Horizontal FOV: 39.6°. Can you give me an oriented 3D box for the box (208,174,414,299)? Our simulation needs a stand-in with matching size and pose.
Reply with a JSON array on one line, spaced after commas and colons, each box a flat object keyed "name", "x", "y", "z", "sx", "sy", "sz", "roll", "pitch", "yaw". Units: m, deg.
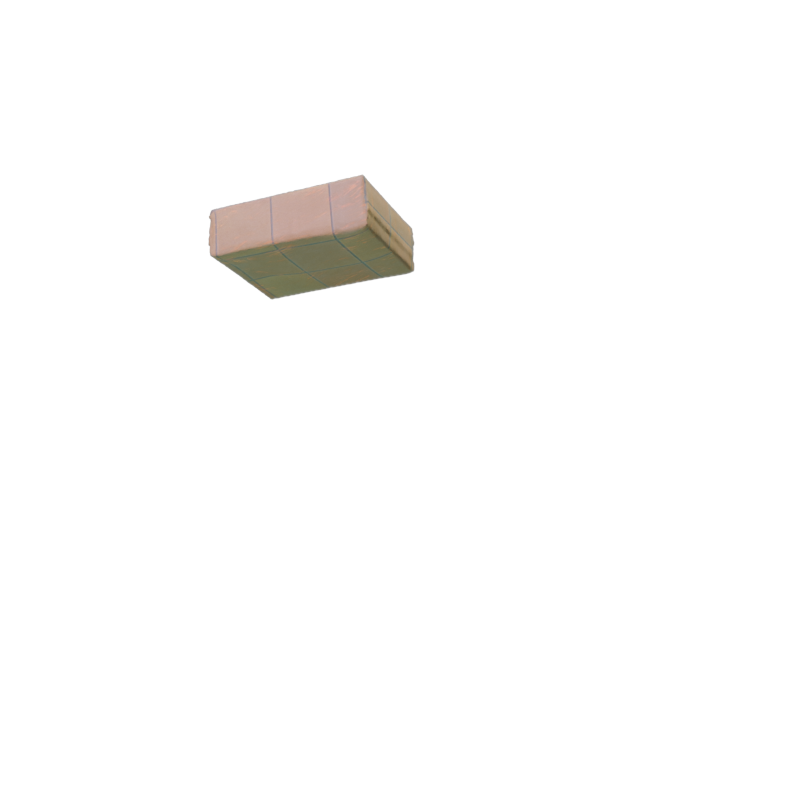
[{"name": "box", "x": -0.058, "y": -0.105, "z": 0.738, "sx": 0.116, "sy": 0.041, "sz": 0.084, "roll": -7, "pitch": -18, "yaw": 22}]
